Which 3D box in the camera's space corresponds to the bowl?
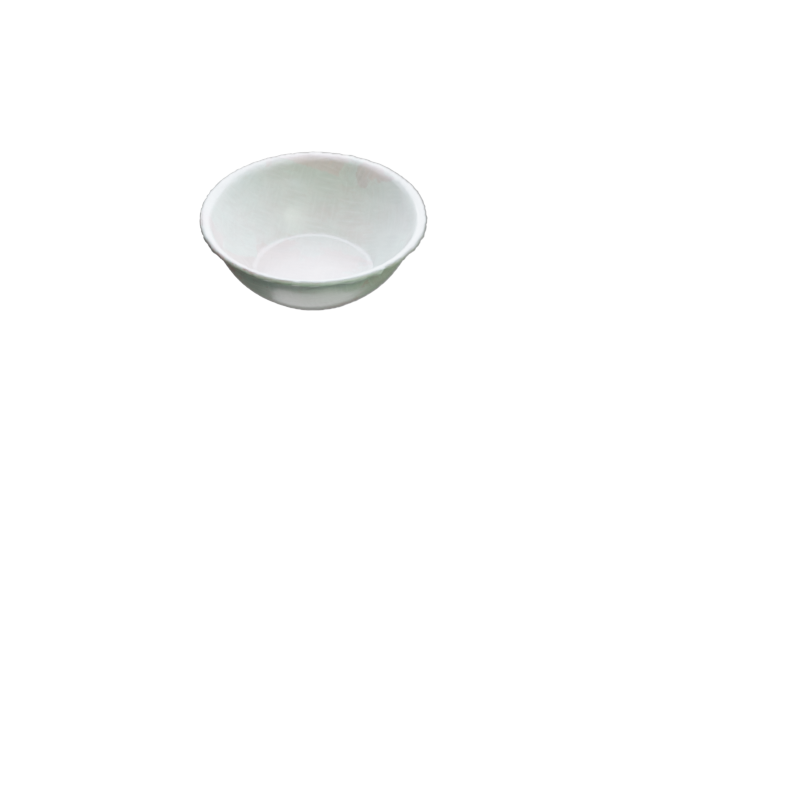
[{"bbox_3d":[-0.063,-0.114,0.800,0.162,0.051,0.174,-1,42,-2],"label":"bowl"}]
